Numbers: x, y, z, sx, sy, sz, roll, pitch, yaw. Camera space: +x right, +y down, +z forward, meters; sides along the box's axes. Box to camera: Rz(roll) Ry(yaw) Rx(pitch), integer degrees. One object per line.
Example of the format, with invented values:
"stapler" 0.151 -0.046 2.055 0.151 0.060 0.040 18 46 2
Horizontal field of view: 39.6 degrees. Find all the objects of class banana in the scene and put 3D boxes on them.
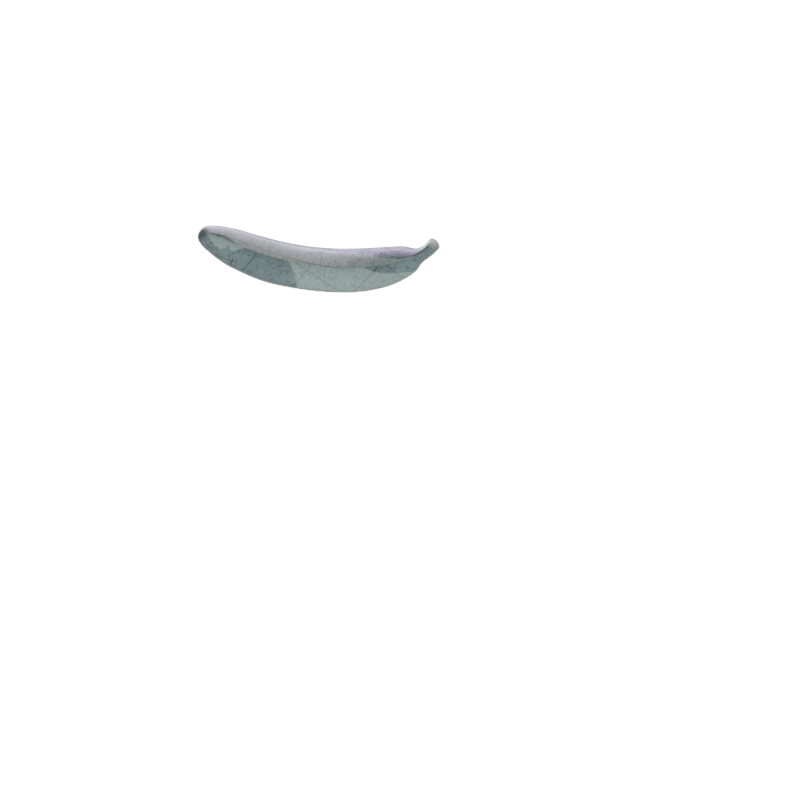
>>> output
"banana" -0.070 -0.120 0.934 0.197 0.039 0.065 1 -42 -2
